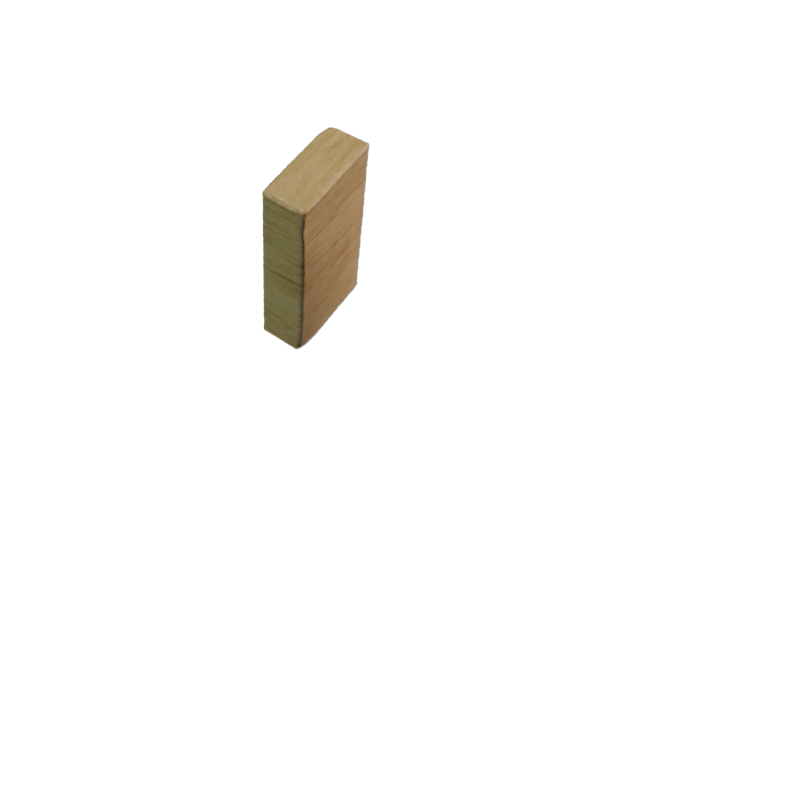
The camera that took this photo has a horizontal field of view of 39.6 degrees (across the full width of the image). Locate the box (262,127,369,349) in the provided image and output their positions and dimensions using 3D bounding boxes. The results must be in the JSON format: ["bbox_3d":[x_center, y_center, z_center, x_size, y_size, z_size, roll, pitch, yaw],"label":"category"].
[{"bbox_3d":[-0.071,-0.129,0.900,0.050,0.096,0.164,27,-34,16],"label":"box"}]
